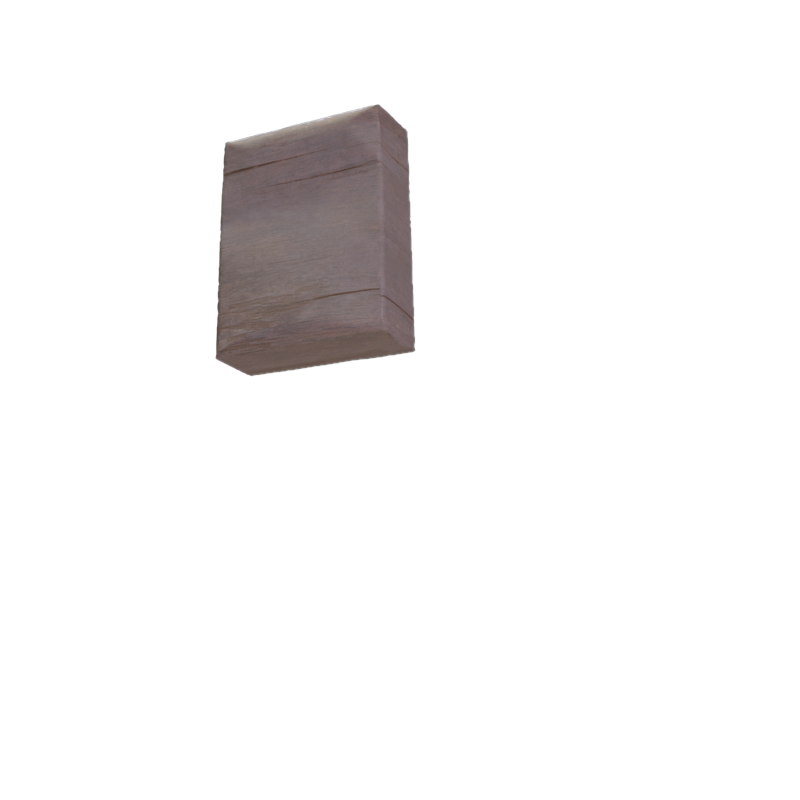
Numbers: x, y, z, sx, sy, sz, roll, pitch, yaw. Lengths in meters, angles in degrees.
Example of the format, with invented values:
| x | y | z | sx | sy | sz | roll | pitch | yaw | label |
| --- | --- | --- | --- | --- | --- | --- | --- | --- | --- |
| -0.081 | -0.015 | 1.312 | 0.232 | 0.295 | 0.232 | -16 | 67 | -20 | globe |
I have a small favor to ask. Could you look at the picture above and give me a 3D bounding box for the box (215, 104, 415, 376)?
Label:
| x | y | z | sx | sy | sz | roll | pitch | yaw | label |
| --- | --- | --- | --- | --- | --- | --- | --- | --- | --- |
| -0.077 | -0.140 | 0.982 | 0.167 | 0.224 | 0.067 | -10 | -22 | 24 | box |
